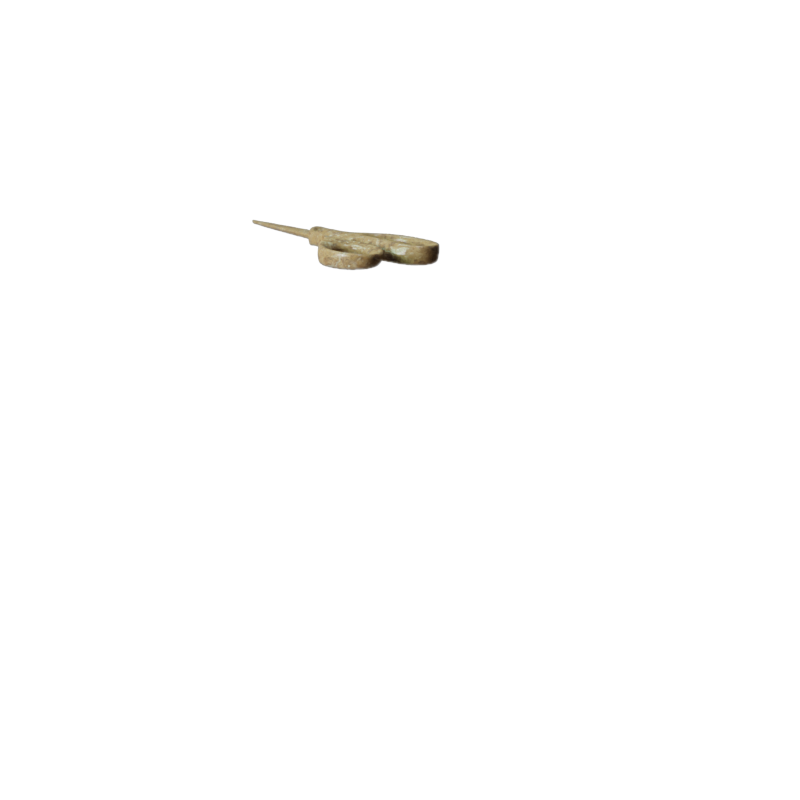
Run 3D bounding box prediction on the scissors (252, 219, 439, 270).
[{"bbox_3d":[-0.066,-0.121,0.845,0.212,0.015,0.095,13,21,35],"label":"scissors"}]
